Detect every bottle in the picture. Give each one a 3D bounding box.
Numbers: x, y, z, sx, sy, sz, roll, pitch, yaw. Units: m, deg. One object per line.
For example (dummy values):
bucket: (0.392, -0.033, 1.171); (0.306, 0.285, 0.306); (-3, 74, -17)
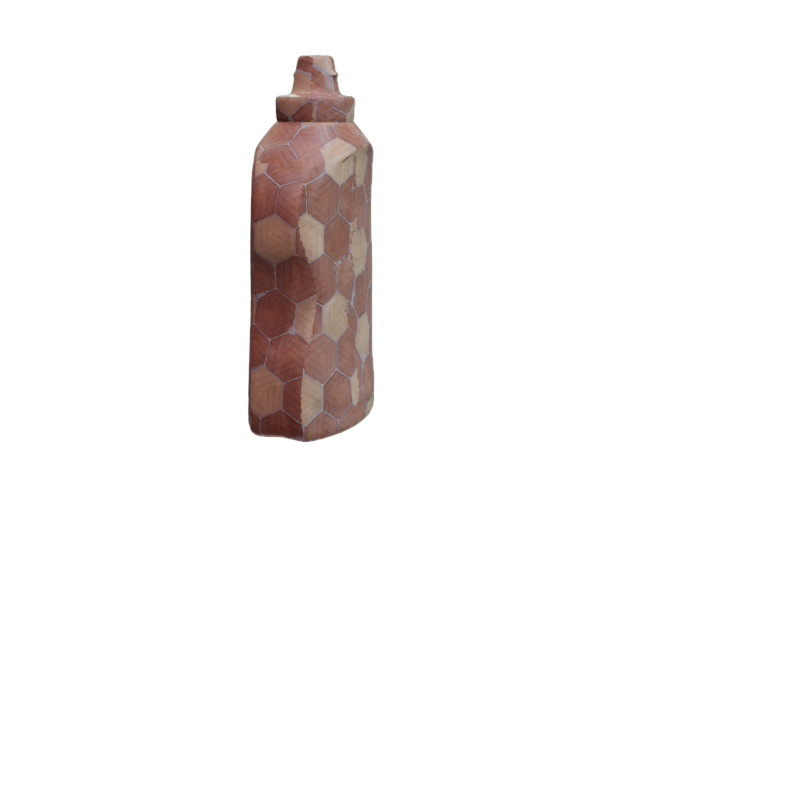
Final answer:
bottle: (-0.045, -0.083, 0.578); (0.060, 0.188, 0.095); (3, 9, 22)
